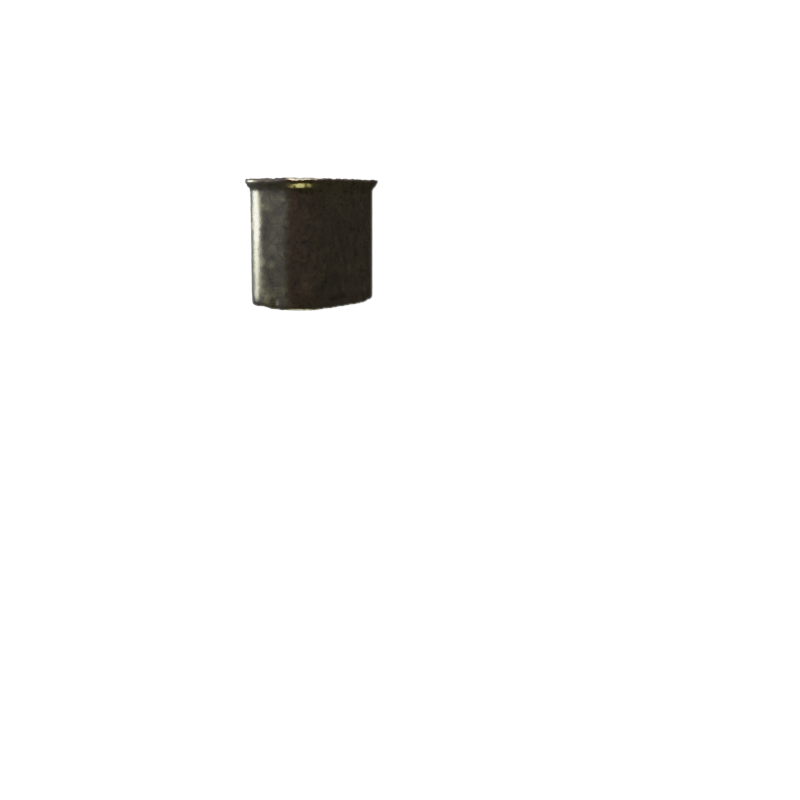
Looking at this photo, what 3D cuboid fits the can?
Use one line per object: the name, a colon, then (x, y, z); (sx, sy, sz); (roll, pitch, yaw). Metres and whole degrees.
can: (-0.058, -0.106, 0.739); (0.060, 0.083, 0.099); (3, 7, 29)
